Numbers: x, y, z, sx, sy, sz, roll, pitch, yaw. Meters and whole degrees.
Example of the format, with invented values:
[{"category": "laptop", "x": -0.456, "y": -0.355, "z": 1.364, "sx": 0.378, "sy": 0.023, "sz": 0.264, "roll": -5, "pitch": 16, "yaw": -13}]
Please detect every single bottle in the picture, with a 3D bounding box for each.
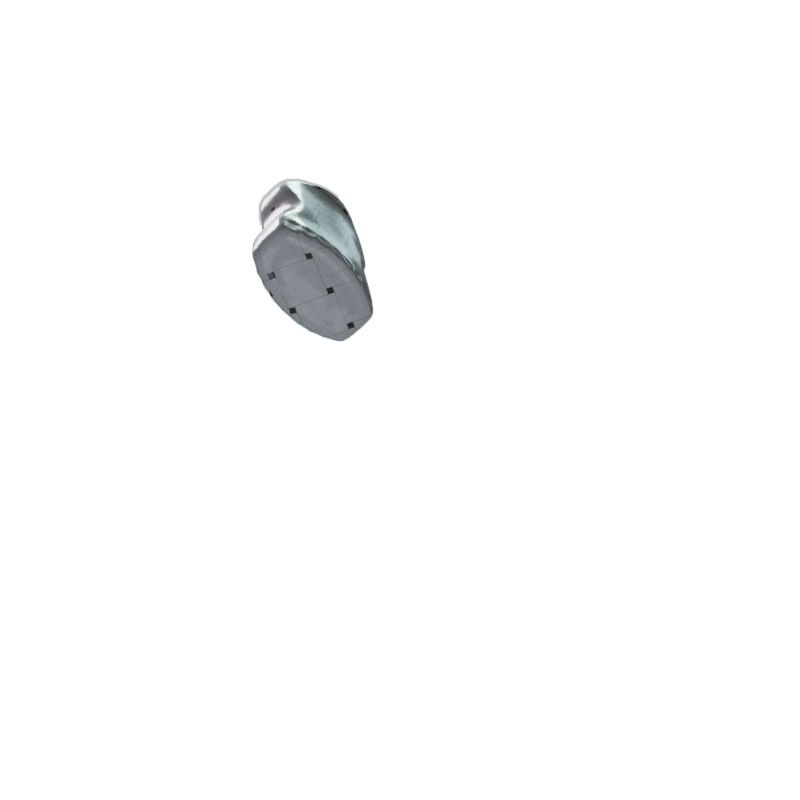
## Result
[{"category": "bottle", "x": -0.067, "y": -0.122, "z": 0.855, "sx": 0.092, "sy": 0.058, "sz": 0.202, "roll": 41, "pitch": 17, "yaw": -20}]
